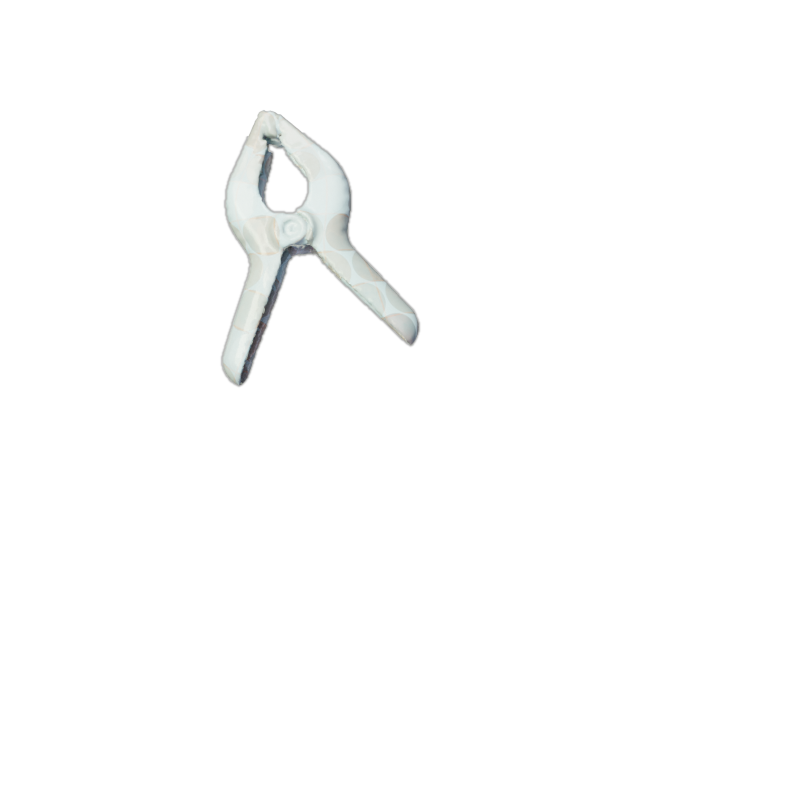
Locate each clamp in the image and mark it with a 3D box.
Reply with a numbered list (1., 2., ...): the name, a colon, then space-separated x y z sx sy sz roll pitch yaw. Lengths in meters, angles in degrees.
1. clamp: -0.054 -0.098 0.688 0.120 0.177 0.038 -4 -12 -1
